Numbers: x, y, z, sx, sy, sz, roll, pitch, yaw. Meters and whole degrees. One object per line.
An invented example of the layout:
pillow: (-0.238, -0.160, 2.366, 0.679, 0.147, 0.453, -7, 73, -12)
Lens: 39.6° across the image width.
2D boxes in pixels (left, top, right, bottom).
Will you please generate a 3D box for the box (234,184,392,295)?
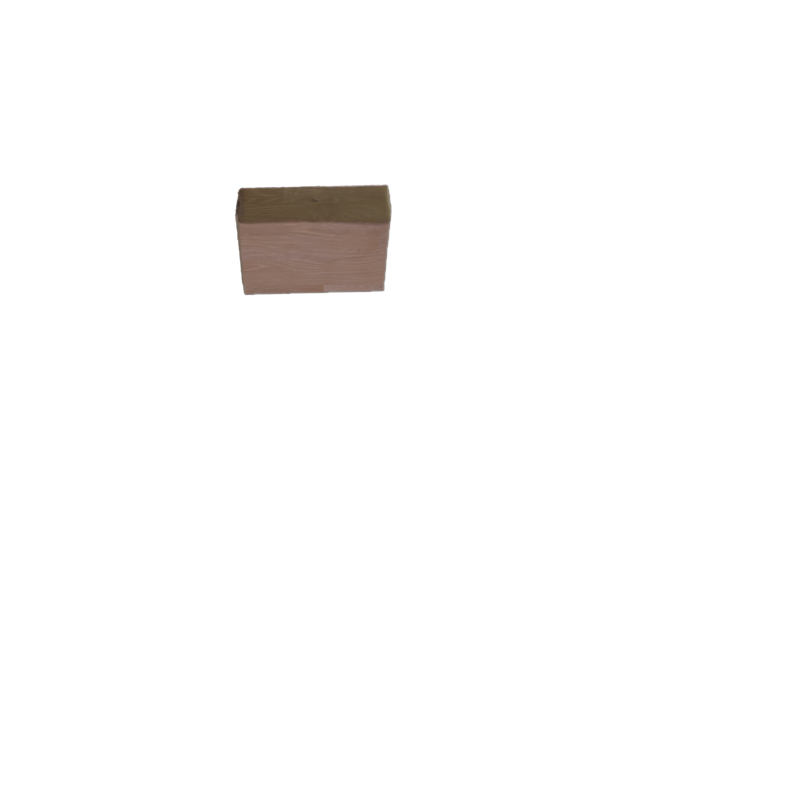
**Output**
box: (-0.065, -0.119, 0.833, 0.113, 0.042, 0.084, 1, -33, -2)
